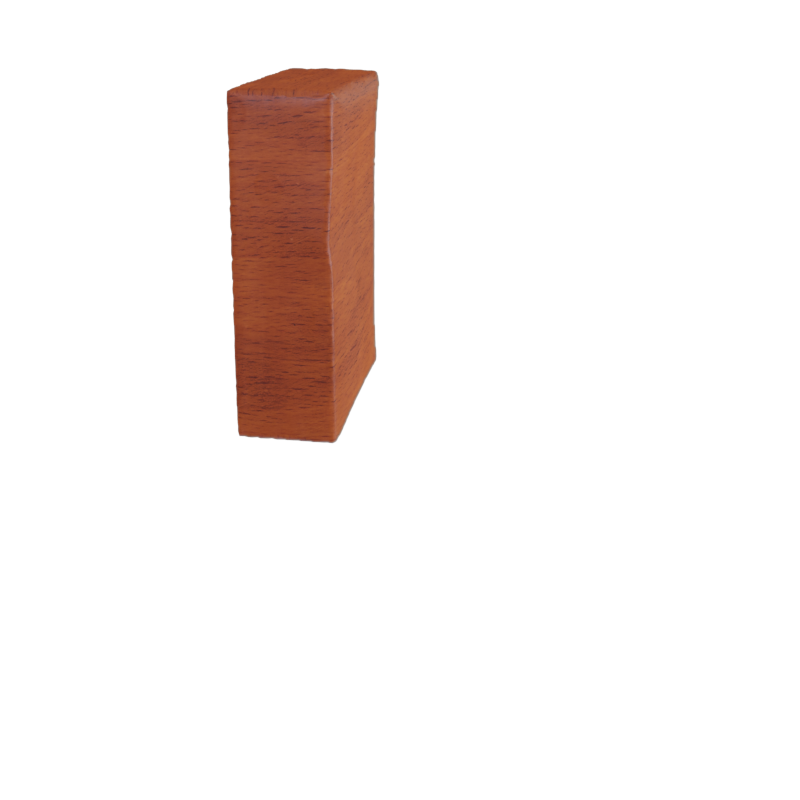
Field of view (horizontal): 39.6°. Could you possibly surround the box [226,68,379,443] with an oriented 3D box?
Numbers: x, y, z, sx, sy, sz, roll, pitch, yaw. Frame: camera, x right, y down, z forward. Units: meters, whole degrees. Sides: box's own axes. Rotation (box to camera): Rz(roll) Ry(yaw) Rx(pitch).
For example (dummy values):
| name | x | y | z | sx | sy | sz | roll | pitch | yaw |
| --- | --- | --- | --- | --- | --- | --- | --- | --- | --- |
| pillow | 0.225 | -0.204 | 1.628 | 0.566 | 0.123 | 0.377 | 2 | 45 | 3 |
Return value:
| name | x | y | z | sx | sy | sz | roll | pitch | yaw |
| --- | --- | --- | --- | --- | --- | --- | --- | --- | --- |
| box | -0.057 | -0.103 | 0.724 | 0.073 | 0.206 | 0.168 | 3 | 17 | 7 |
